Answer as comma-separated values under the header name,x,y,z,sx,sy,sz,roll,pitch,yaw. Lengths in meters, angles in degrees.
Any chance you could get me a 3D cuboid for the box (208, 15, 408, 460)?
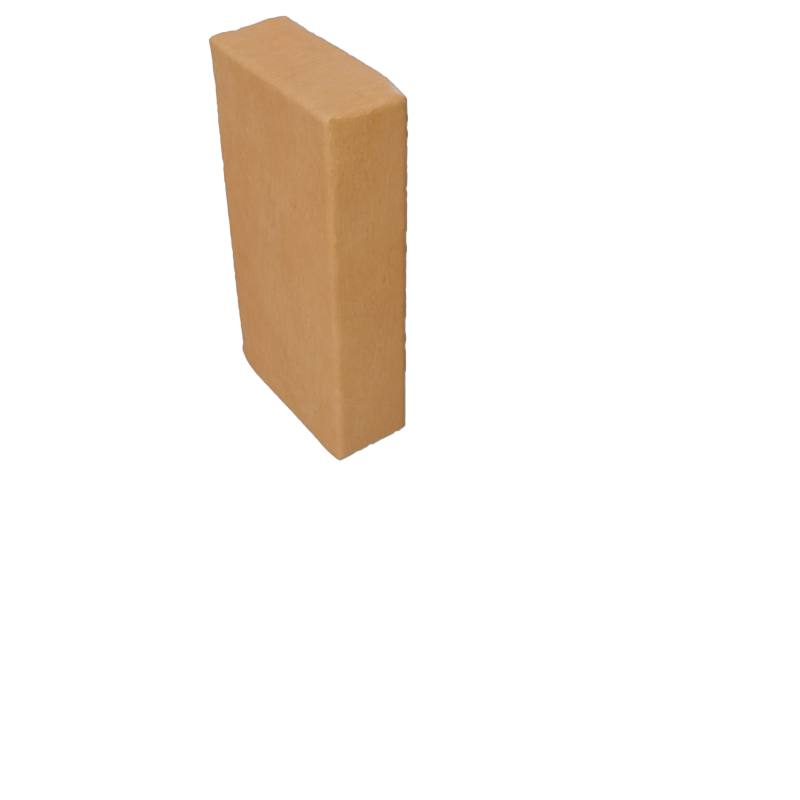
name,x,y,z,sx,sy,sz,roll,pitch,yaw
box,-0.038,-0.070,0.488,0.047,0.165,0.101,-21,44,-28
